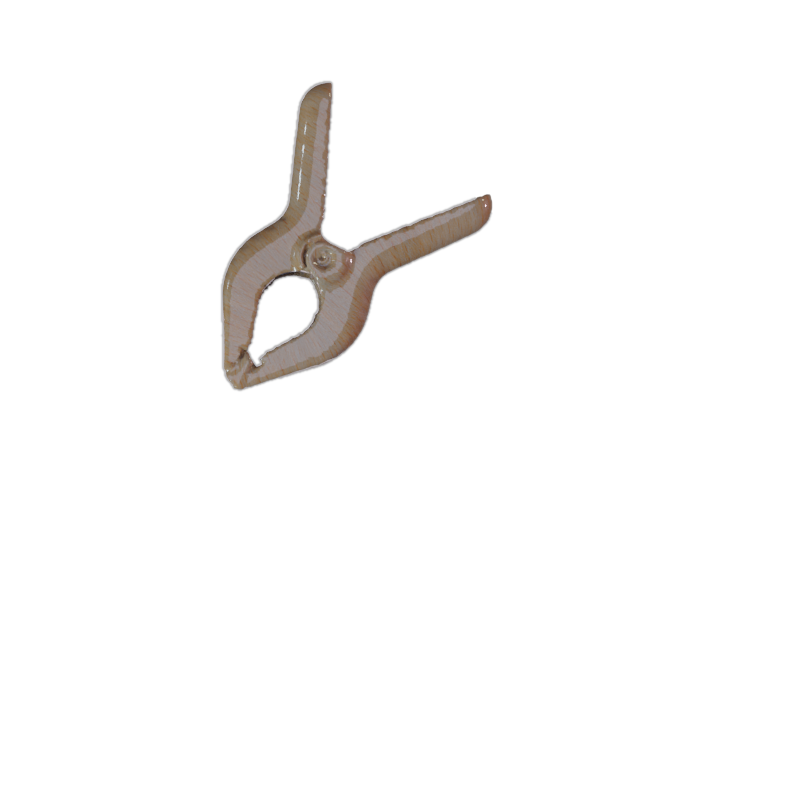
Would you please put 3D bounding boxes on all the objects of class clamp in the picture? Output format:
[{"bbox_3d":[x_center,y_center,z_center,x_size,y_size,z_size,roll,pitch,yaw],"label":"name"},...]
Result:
[{"bbox_3d":[-0.047,-0.085,0.598,0.123,0.173,0.038,42,-10,9],"label":"clamp"}]
